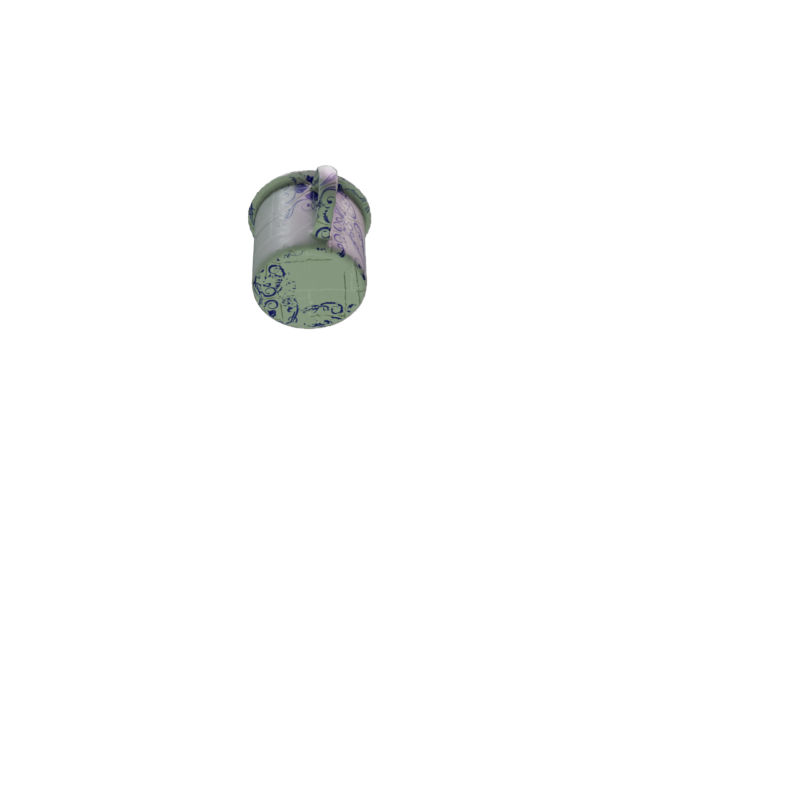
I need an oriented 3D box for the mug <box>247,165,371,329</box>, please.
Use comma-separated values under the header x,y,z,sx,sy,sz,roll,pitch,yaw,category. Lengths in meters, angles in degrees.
x,y,z,sx,sy,sz,roll,pitch,yaw,category
-0.062,-0.114,0.797,0.091,0.087,0.111,10,-46,-12,mug
